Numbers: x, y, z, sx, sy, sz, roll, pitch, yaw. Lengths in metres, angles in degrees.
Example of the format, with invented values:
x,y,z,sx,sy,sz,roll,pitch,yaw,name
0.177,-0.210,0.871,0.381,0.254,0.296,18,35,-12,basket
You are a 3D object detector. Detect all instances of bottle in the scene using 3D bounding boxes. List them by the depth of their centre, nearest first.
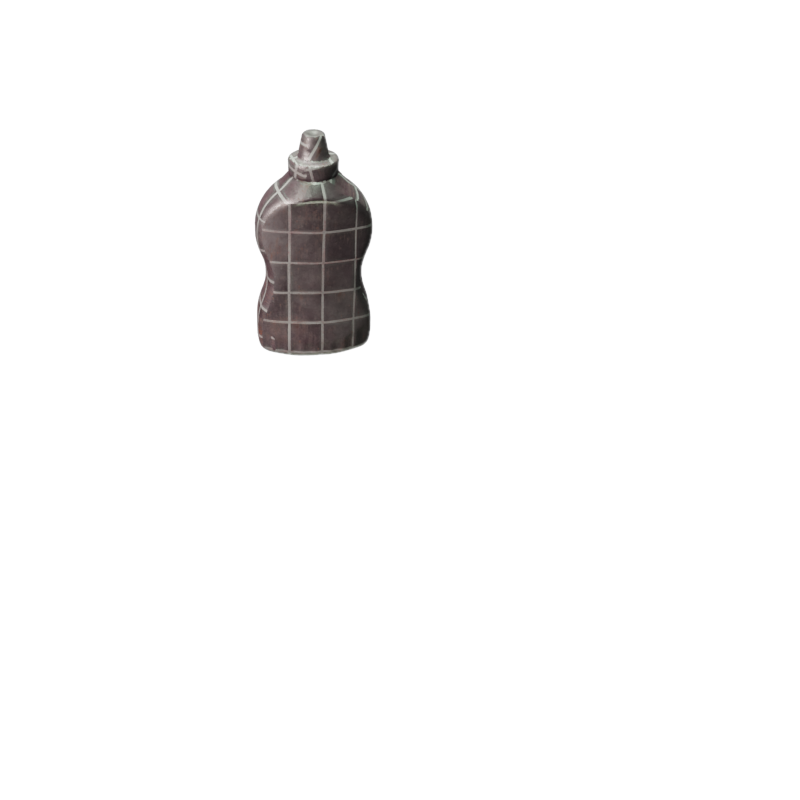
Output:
x,y,z,sx,sy,sz,roll,pitch,yaw,name
-0.072,-0.131,0.915,0.095,0.181,0.062,-1,30,-5,bottle
